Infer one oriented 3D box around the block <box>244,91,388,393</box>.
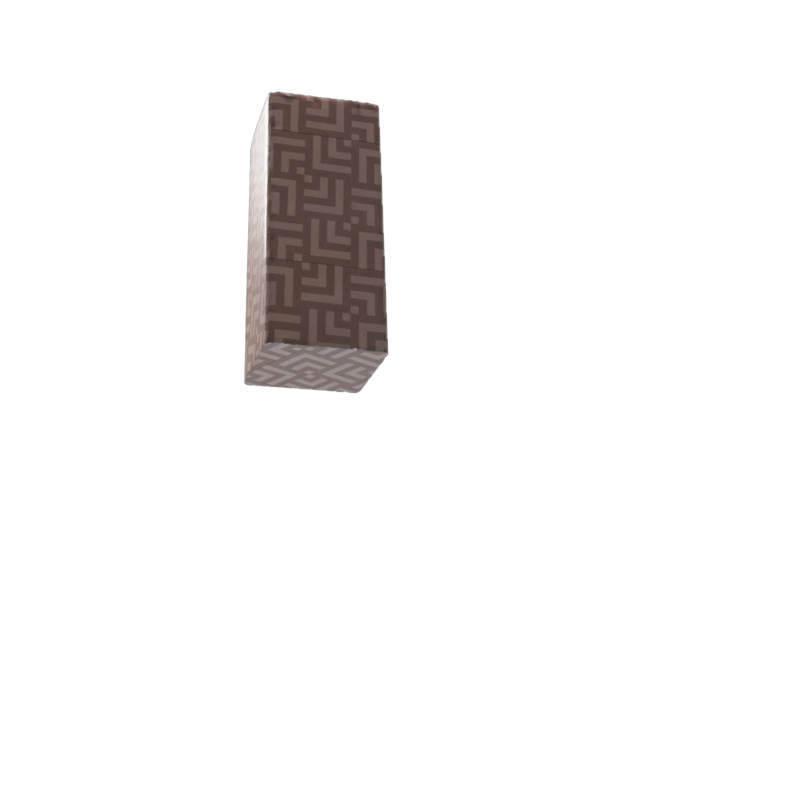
[{"bbox_3d":[-0.066,-0.121,0.842,0.089,0.218,0.087,5,-26,-14],"label":"block"}]
